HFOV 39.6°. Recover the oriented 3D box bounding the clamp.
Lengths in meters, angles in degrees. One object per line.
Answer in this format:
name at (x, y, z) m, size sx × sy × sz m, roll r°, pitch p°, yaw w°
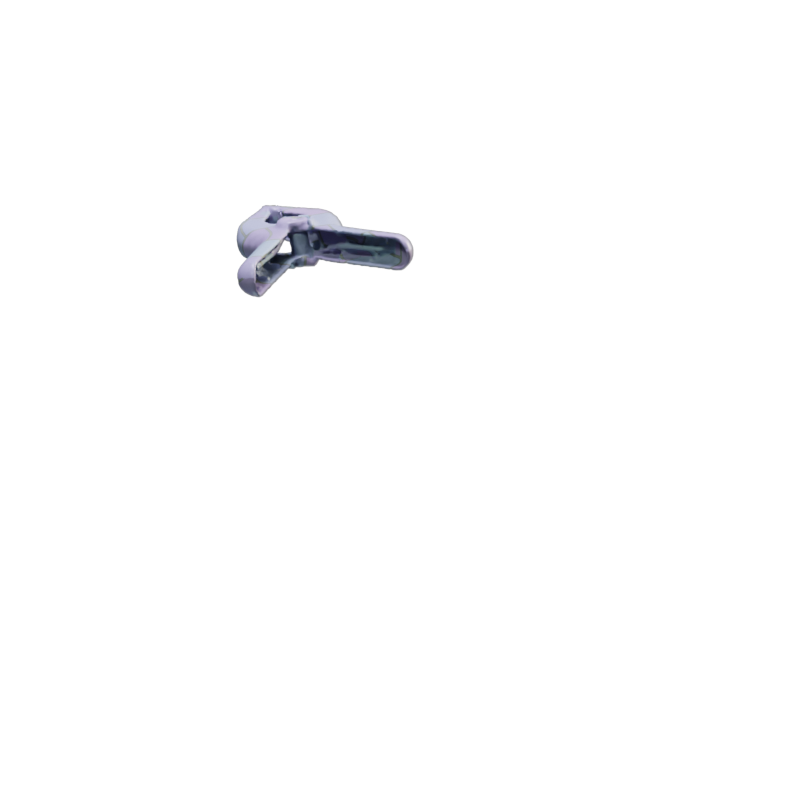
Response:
clamp at (-0.063, -0.114, 0.800) m, size 0.119 × 0.037 × 0.181 m, roll -4°, pitch 23°, yaw -10°
